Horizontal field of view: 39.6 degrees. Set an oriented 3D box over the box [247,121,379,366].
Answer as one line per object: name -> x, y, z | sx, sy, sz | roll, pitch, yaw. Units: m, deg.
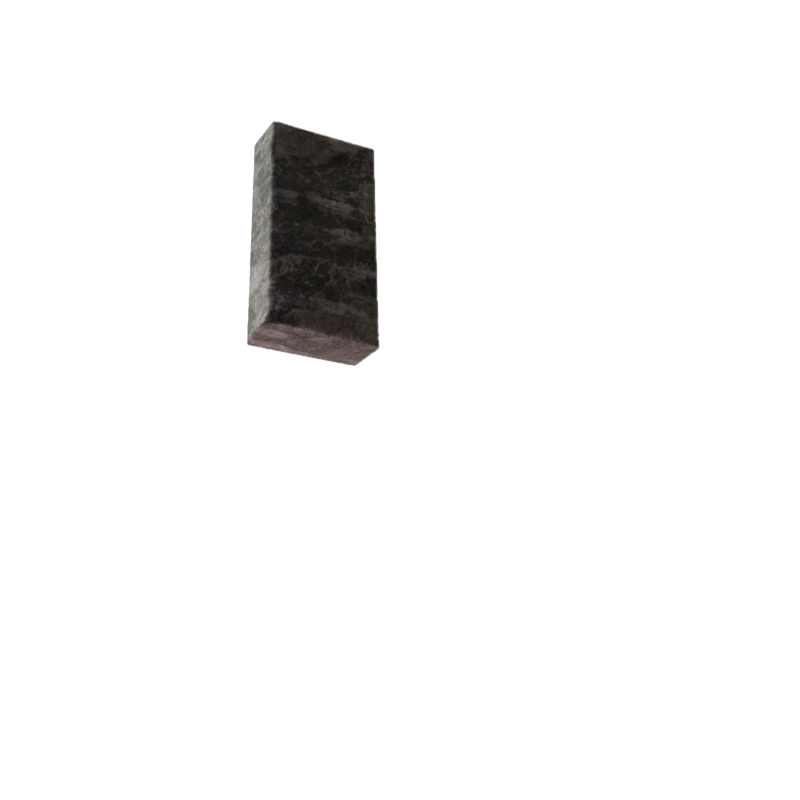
box -> -0.067, -0.121, 0.850 | 0.090, 0.188, 0.047 | 12, -32, -24
